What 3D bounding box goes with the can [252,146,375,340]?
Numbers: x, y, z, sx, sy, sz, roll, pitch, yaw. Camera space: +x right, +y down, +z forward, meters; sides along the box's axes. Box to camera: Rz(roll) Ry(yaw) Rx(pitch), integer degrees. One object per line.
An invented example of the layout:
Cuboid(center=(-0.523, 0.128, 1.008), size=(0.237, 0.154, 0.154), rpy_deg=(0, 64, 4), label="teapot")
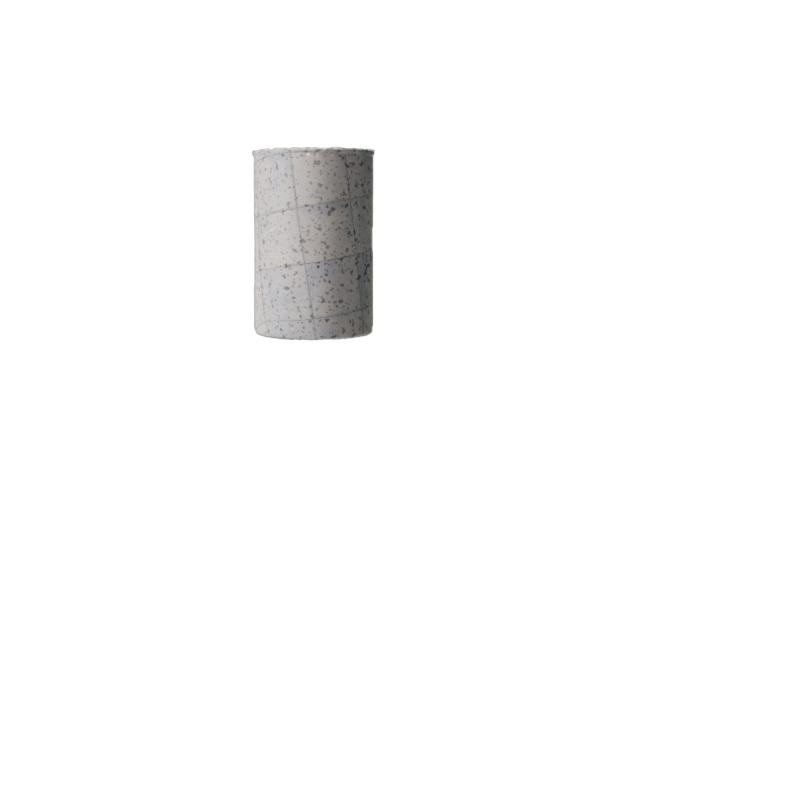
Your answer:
Cuboid(center=(-0.048, -0.088, 0.615), size=(0.068, 0.101, 0.069), rpy_deg=(0, 5, -2), label="can")
